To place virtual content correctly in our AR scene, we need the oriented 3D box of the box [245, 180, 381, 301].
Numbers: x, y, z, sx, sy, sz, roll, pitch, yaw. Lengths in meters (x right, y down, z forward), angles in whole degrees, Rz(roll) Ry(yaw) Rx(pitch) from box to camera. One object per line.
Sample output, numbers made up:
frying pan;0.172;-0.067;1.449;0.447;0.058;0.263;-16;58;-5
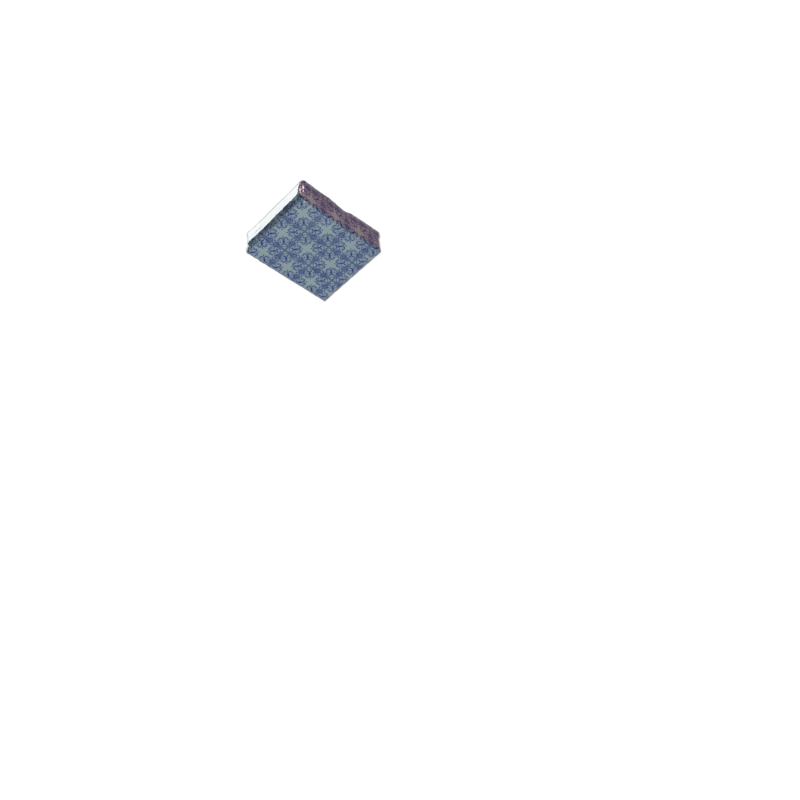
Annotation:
box;-0.072;-0.132;0.923;0.084;0.032;0.072;33;-56;-26
